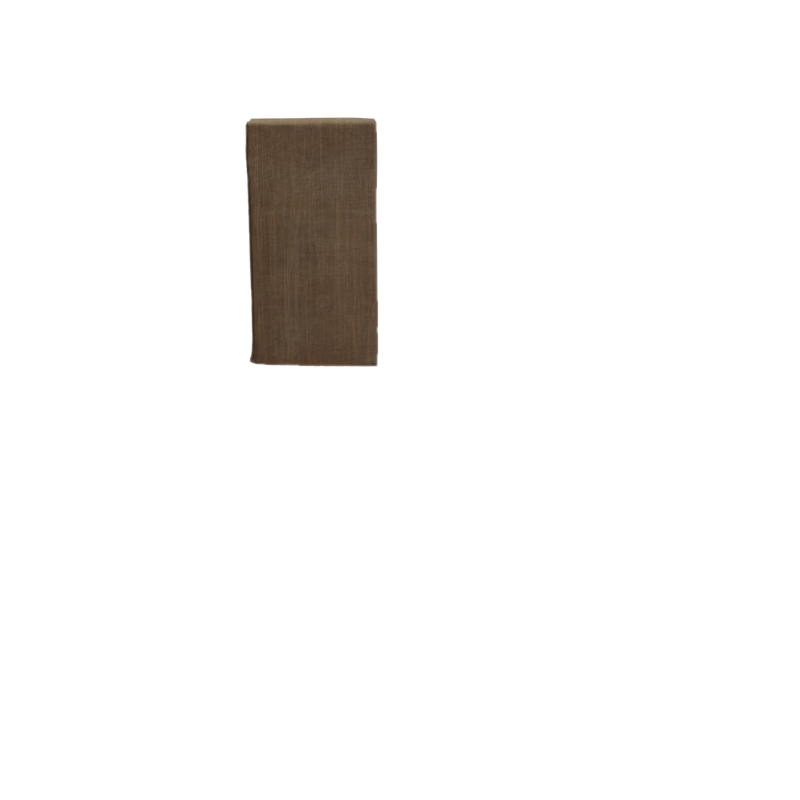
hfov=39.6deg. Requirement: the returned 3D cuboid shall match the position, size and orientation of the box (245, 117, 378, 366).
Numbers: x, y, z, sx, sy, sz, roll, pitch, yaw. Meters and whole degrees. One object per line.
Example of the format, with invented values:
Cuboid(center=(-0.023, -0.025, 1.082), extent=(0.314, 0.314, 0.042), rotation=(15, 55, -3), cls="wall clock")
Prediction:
Cuboid(center=(-0.062, -0.114, 0.795), extent=(0.093, 0.172, 0.049), rotation=(1, 9, 1), cls="box")
